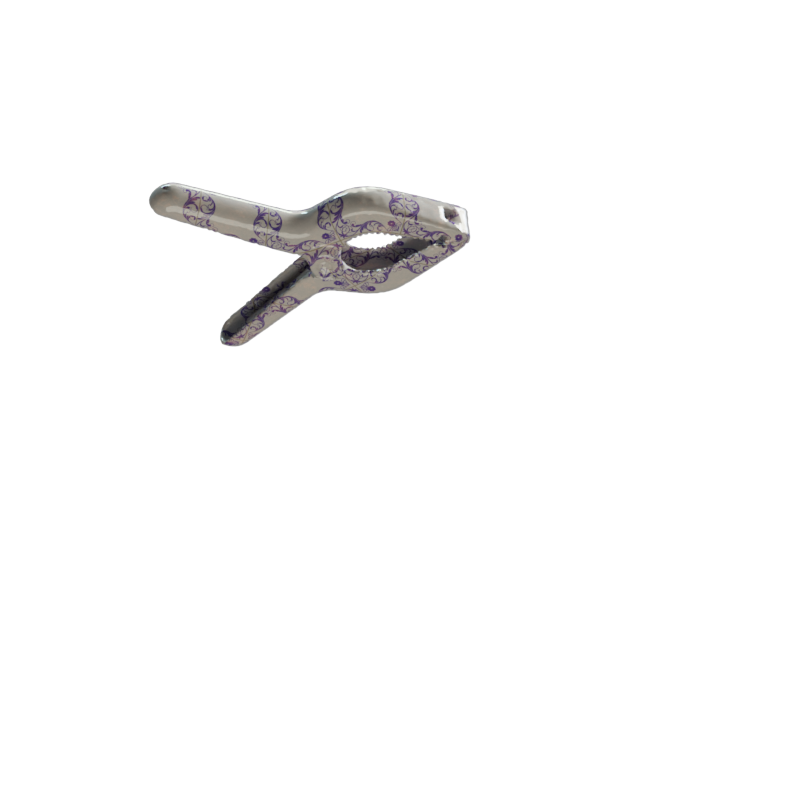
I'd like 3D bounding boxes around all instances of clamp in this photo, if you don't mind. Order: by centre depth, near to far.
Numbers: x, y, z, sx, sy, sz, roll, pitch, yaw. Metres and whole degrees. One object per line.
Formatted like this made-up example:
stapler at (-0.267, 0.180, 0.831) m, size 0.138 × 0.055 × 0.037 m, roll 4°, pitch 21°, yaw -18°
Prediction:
clamp at (-0.060, -0.109, 0.766) m, size 0.212 × 0.039 × 0.152 m, roll -12°, pitch -39°, yaw 16°
